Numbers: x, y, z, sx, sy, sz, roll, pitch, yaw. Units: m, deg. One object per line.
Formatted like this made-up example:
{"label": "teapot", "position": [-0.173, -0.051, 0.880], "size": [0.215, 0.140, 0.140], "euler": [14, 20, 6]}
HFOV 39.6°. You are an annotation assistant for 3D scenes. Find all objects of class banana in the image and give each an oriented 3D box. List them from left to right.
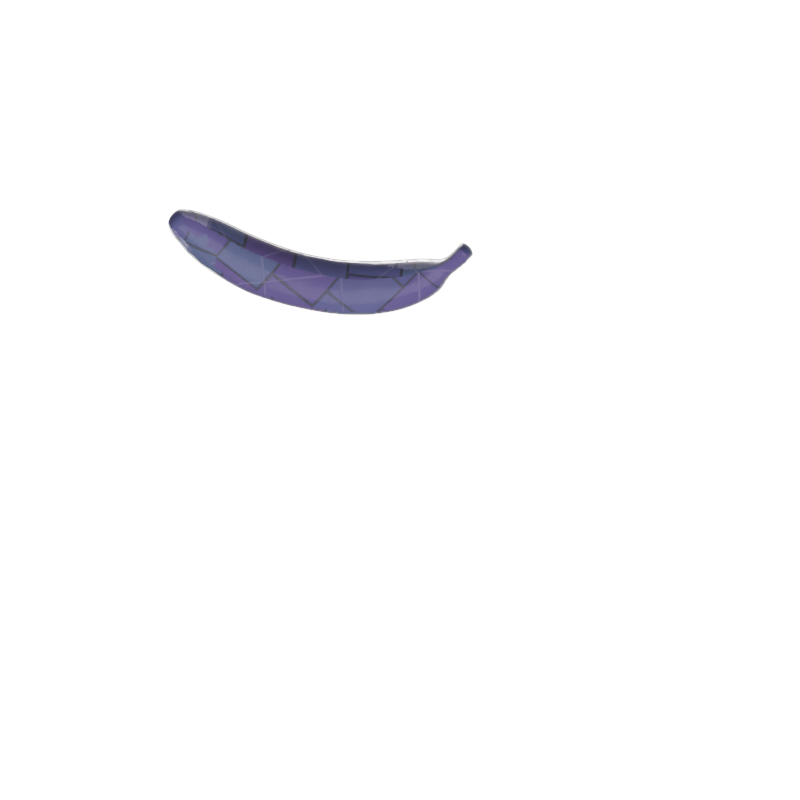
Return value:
{"label": "banana", "position": [-0.056, -0.090, 0.740], "size": [0.196, 0.066, 0.039], "euler": [5, 34, -4]}
